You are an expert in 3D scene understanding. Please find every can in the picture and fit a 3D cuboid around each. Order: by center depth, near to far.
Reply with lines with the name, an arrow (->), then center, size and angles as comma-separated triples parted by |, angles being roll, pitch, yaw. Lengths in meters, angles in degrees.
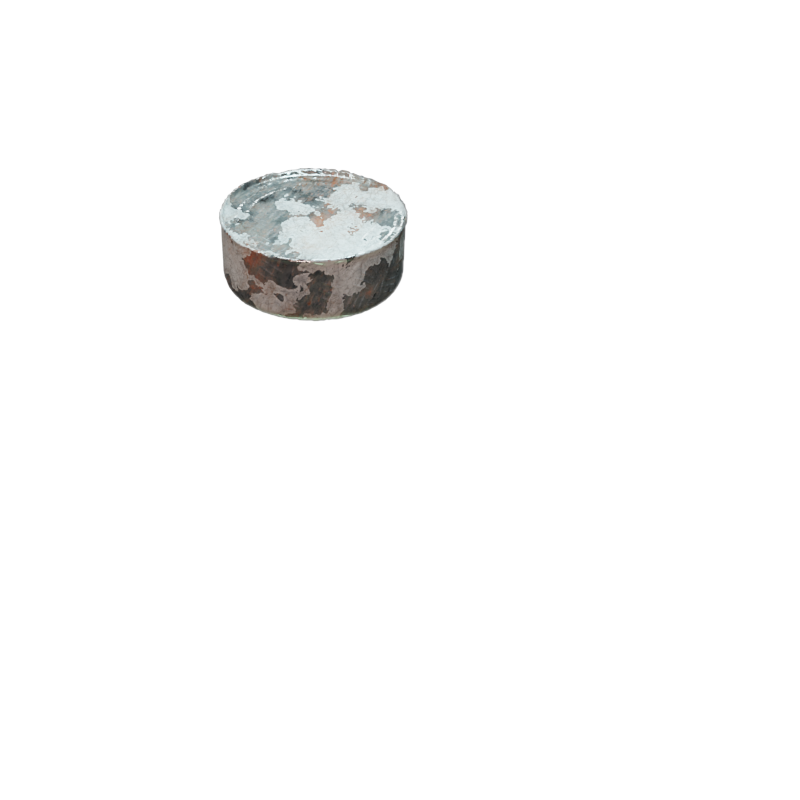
can -> -0.040, -0.073, 0.512 | 0.086, 0.031, 0.092 | -1, 36, -2
